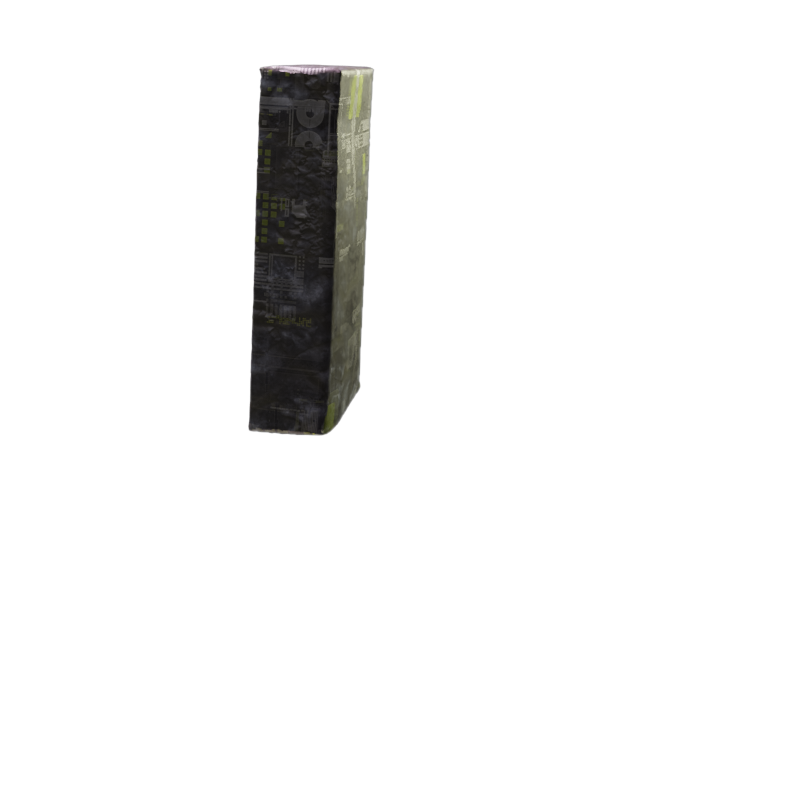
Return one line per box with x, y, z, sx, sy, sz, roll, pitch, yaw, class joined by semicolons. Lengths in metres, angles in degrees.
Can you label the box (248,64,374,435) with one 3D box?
-0.044;-0.080;0.559;0.049;0.172;0.094;2;11;9;box
